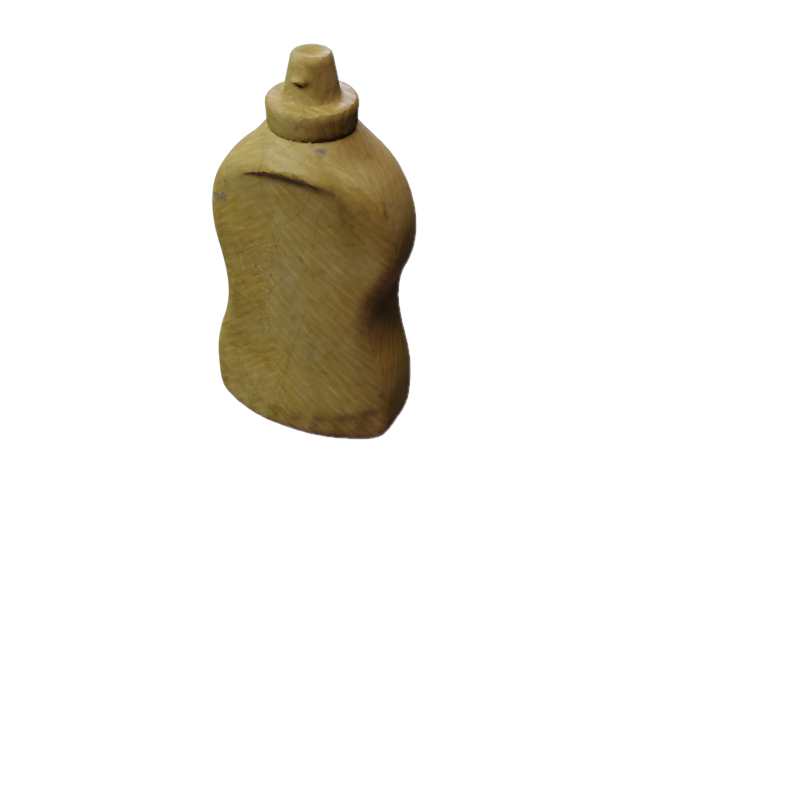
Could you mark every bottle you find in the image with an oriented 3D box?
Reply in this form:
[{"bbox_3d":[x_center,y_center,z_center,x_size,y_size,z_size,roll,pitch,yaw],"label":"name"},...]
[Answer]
[{"bbox_3d":[-0.041,-0.074,0.518,0.100,0.179,0.060,18,38,21],"label":"bottle"}]
